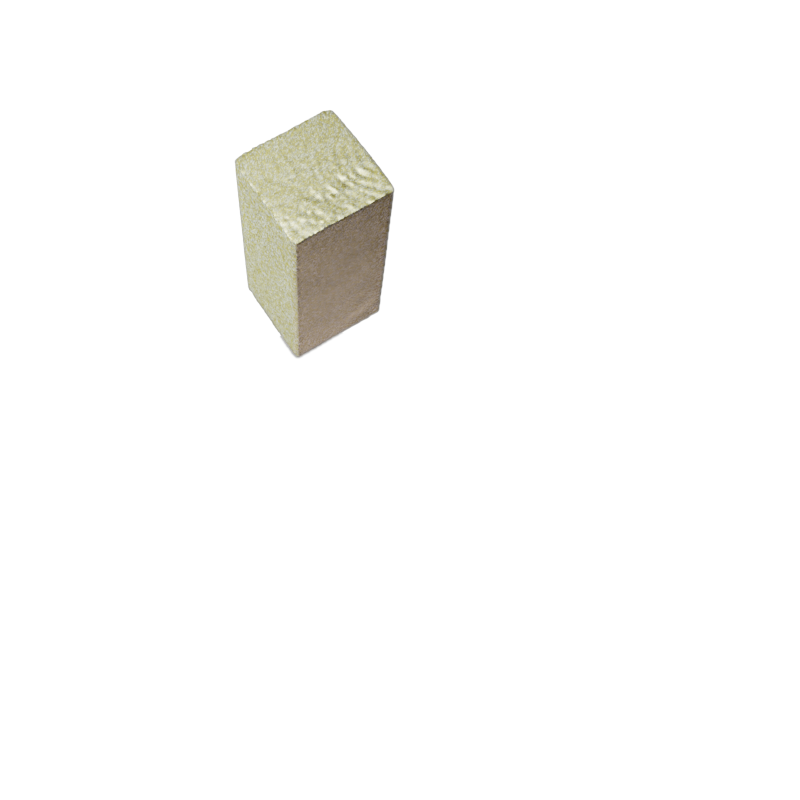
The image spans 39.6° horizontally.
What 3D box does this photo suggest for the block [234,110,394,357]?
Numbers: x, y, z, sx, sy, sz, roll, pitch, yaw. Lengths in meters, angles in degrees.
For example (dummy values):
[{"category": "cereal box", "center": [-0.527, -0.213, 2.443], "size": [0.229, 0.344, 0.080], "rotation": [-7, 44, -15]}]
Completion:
[{"category": "block", "center": [-0.071, -0.131, 0.910], "size": [0.091, 0.095, 0.195], "rotation": [-31, -18, -15]}]
